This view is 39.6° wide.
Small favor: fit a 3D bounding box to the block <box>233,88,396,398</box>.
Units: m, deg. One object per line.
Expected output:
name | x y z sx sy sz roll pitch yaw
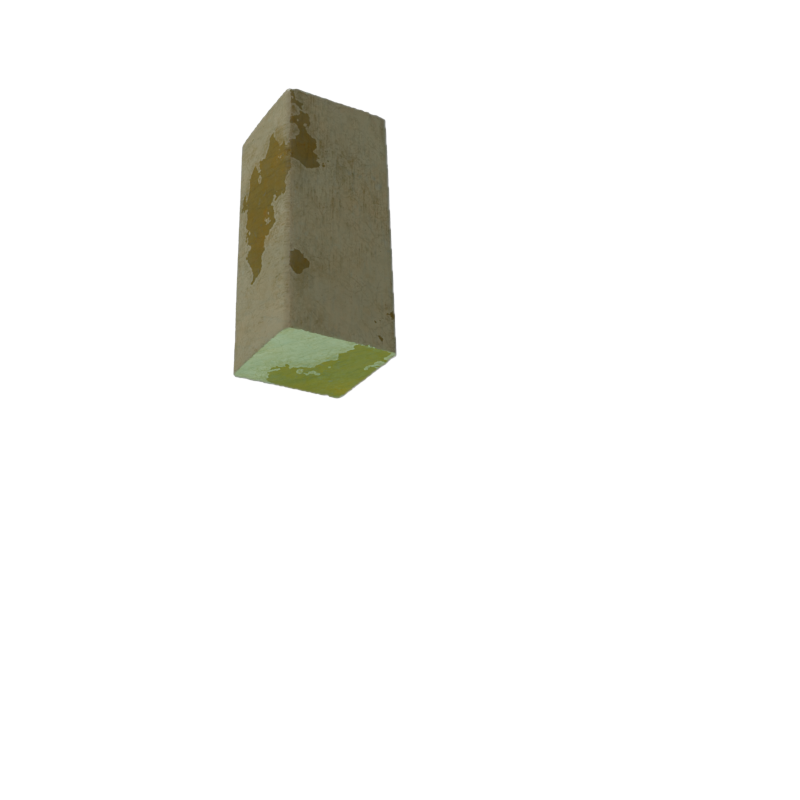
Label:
block | -0.066 -0.120 0.839 0.087 0.219 0.088 14 -33 -27
